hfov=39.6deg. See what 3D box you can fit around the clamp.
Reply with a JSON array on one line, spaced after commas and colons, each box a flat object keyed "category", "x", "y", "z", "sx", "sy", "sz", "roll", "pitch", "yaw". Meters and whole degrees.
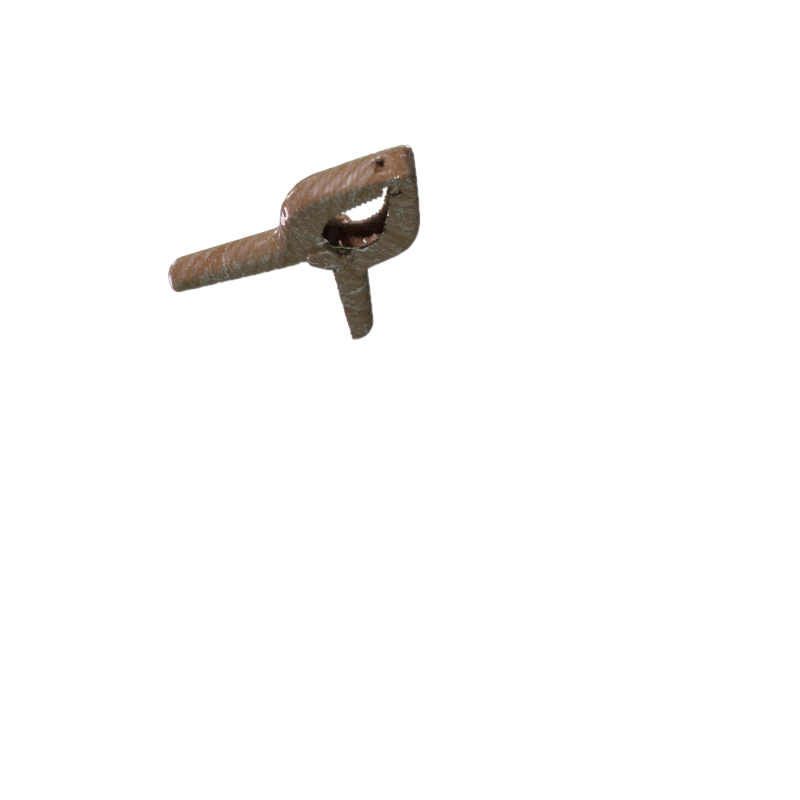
[{"category": "clamp", "x": -0.060, "y": -0.109, "z": 0.760, "sx": 0.159, "sy": 0.039, "sz": 0.204, "roll": 11, "pitch": -30, "yaw": -21}]
